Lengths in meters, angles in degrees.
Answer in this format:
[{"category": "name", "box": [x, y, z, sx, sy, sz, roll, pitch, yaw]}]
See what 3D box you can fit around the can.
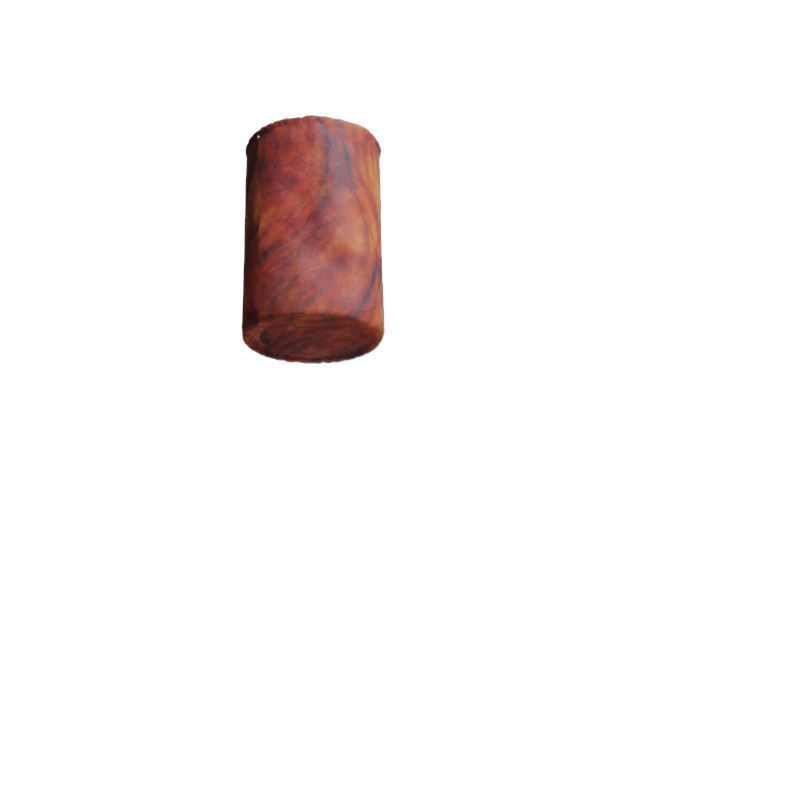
[{"category": "can", "box": [-0.042, -0.076, 0.536, 0.068, 0.108, 0.065, 0, -23, -2]}]
